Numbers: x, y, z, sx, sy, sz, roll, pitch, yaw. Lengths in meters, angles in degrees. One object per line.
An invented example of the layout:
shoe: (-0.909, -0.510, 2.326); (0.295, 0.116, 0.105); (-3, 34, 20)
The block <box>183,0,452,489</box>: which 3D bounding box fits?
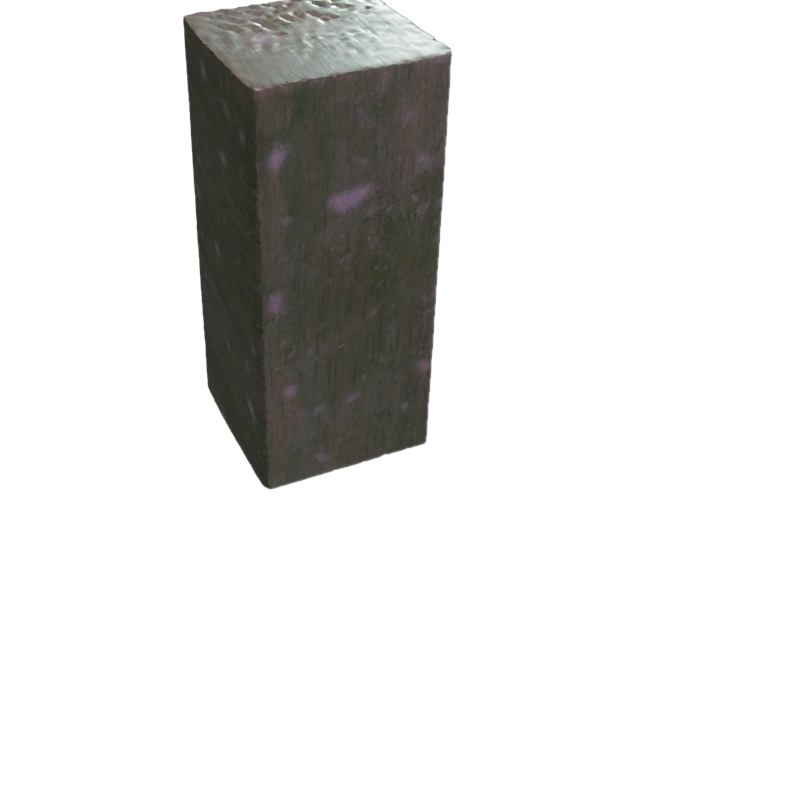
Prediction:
block: (-0.040, -0.073, 0.516); (0.089, 0.193, 0.097); (-13, 37, -21)
